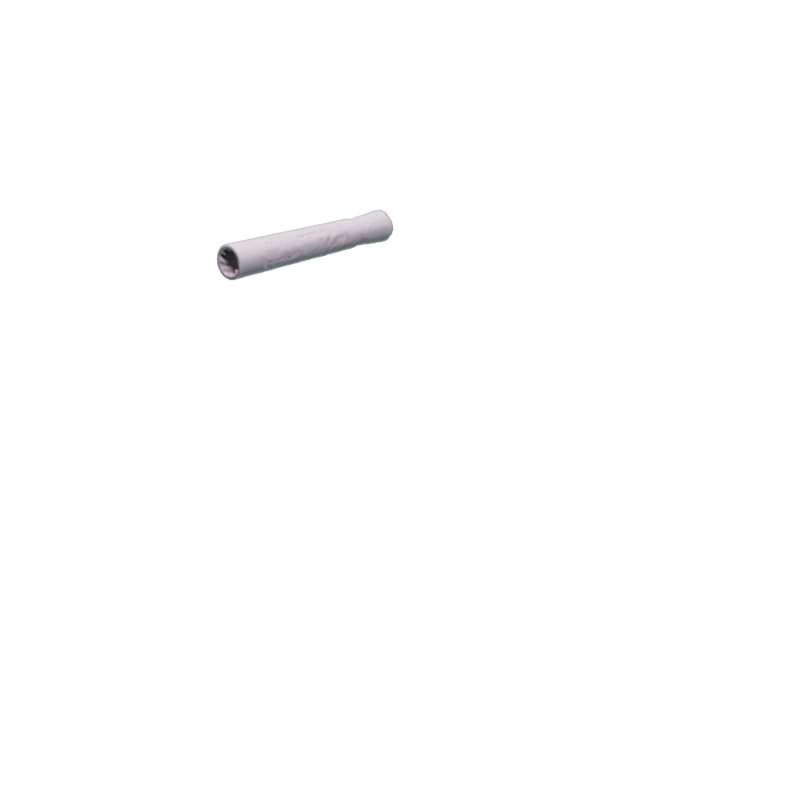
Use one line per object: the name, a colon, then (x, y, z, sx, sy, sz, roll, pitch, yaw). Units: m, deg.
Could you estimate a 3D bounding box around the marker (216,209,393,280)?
marker: (-0.047, -0.085, 0.596, 0.021, 0.019, 0.119, 4, 18, 43)
